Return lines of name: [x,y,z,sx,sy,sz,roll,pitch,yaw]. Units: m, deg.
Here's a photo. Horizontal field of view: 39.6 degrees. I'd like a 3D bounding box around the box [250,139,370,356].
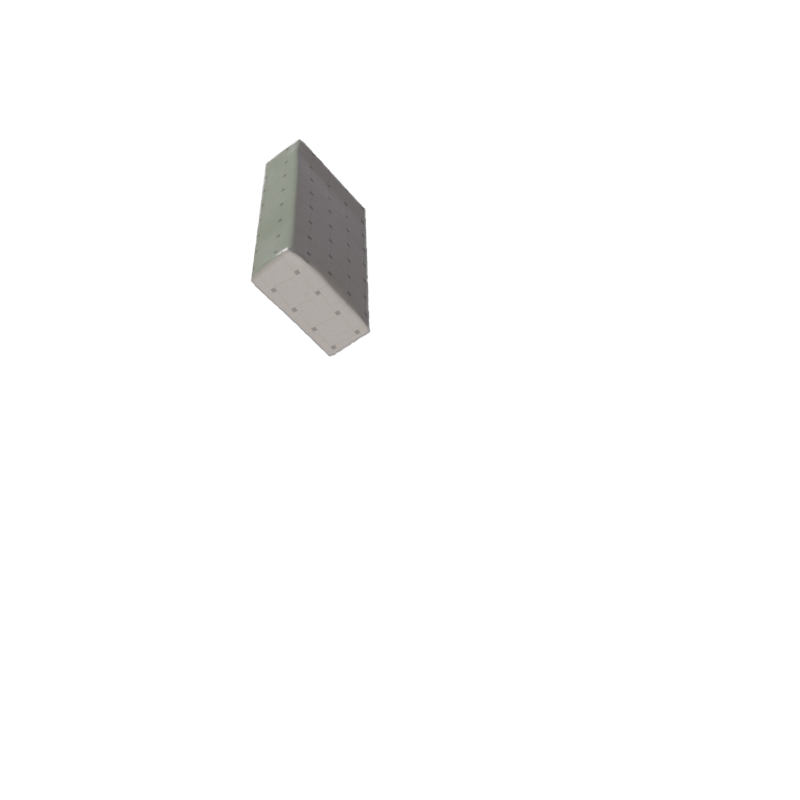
box: [-0.068,-0.124,0.872,0.048,0.088,0.188,-35,30,19]
